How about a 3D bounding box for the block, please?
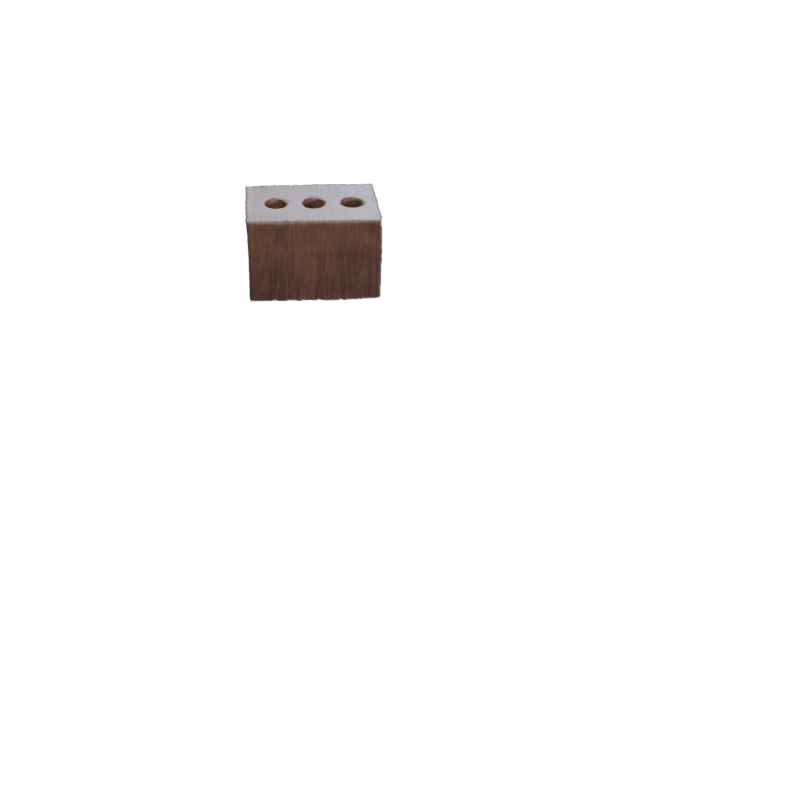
[{"bbox_3d":[-0.050,-0.092,0.643,0.077,0.048,0.056,-2,30,-4],"label":"block"}]
